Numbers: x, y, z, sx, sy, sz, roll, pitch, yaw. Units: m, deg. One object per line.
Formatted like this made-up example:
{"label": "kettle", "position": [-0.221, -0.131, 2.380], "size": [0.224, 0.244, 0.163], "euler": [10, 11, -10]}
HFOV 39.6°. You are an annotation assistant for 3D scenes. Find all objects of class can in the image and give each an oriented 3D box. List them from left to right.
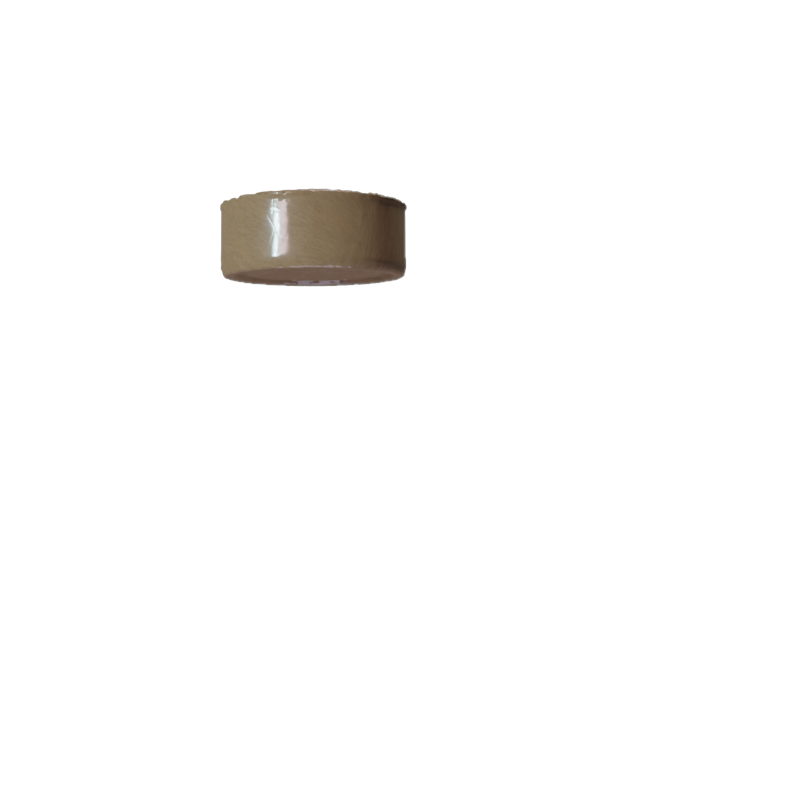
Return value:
{"label": "can", "position": [-0.040, -0.073, 0.508], "size": [0.086, 0.034, 0.085], "euler": [0, -1, -2]}
